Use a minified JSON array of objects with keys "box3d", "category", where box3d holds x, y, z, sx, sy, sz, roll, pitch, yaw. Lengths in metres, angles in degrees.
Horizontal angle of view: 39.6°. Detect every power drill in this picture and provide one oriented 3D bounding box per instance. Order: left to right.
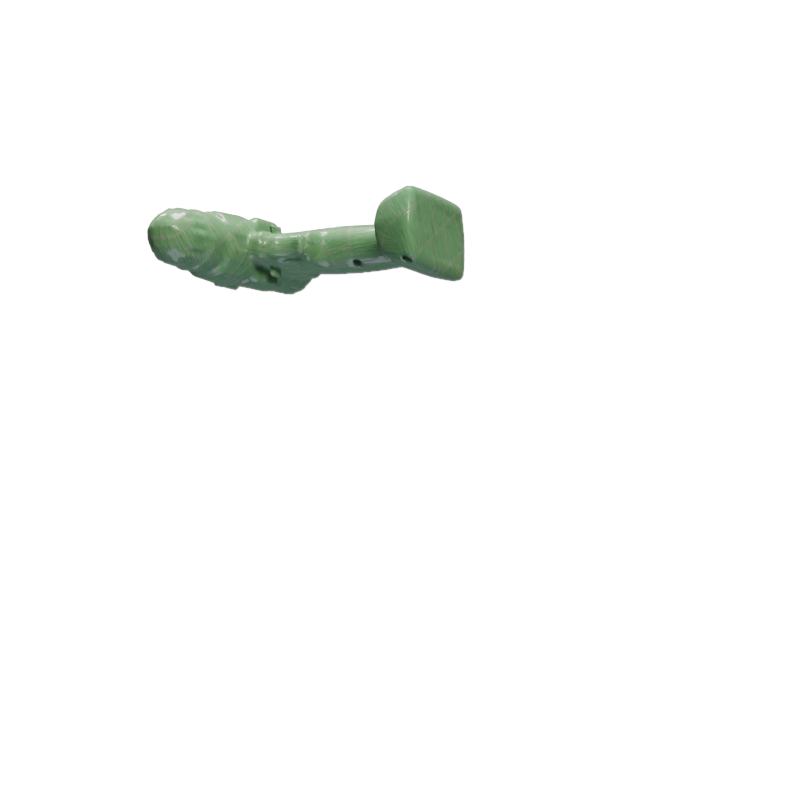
[{"box3d":[-0.062,-0.113,0.790,0.193,0.058,0.177,0,-1,27],"category":"power drill"}]
